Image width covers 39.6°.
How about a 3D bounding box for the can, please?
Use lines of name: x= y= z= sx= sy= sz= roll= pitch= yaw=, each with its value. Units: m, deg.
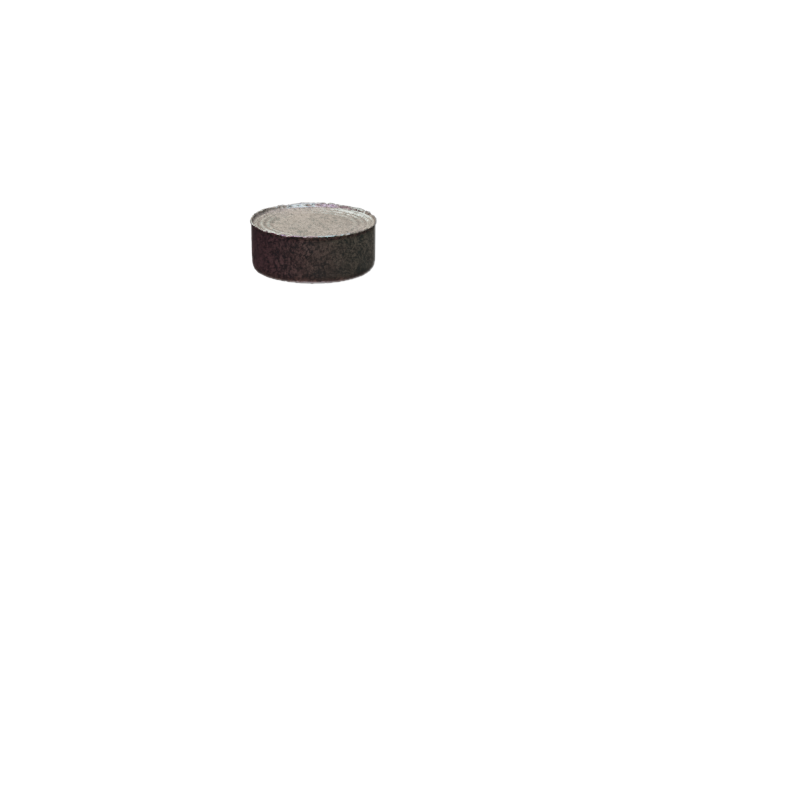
can: x=-0.059 y=-0.108 z=0.753 sx=0.086 sy=0.032 sz=0.090 roll=-1 pitch=23 yaw=-2
